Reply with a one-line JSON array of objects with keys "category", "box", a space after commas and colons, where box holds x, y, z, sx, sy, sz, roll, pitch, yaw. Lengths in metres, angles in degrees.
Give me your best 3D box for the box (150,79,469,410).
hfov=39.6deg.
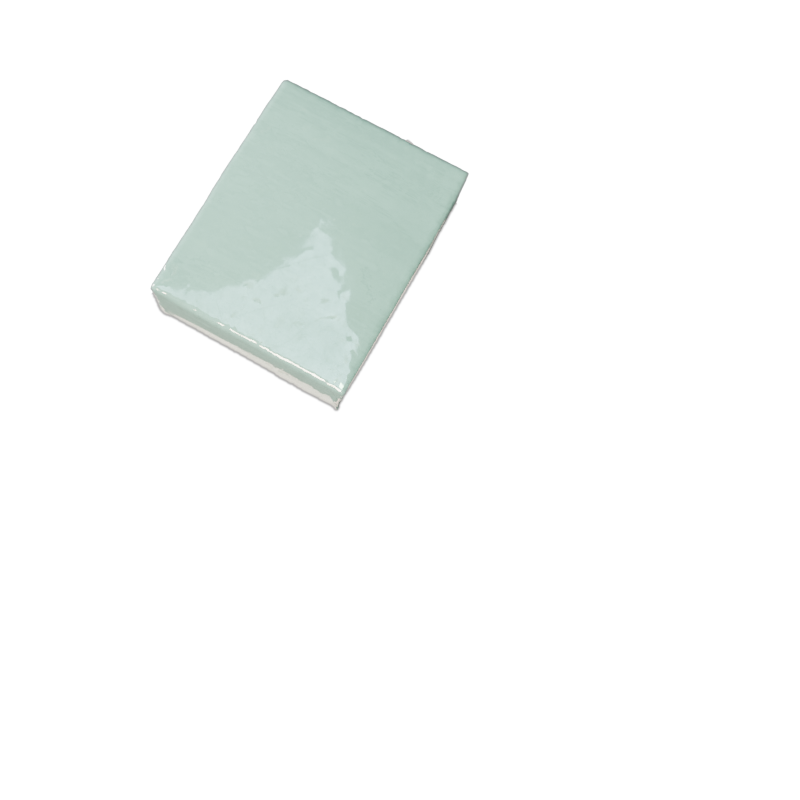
[{"category": "box", "box": [-0.037, -0.067, 0.467, 0.092, 0.116, 0.037, 27, -16, 8]}]
